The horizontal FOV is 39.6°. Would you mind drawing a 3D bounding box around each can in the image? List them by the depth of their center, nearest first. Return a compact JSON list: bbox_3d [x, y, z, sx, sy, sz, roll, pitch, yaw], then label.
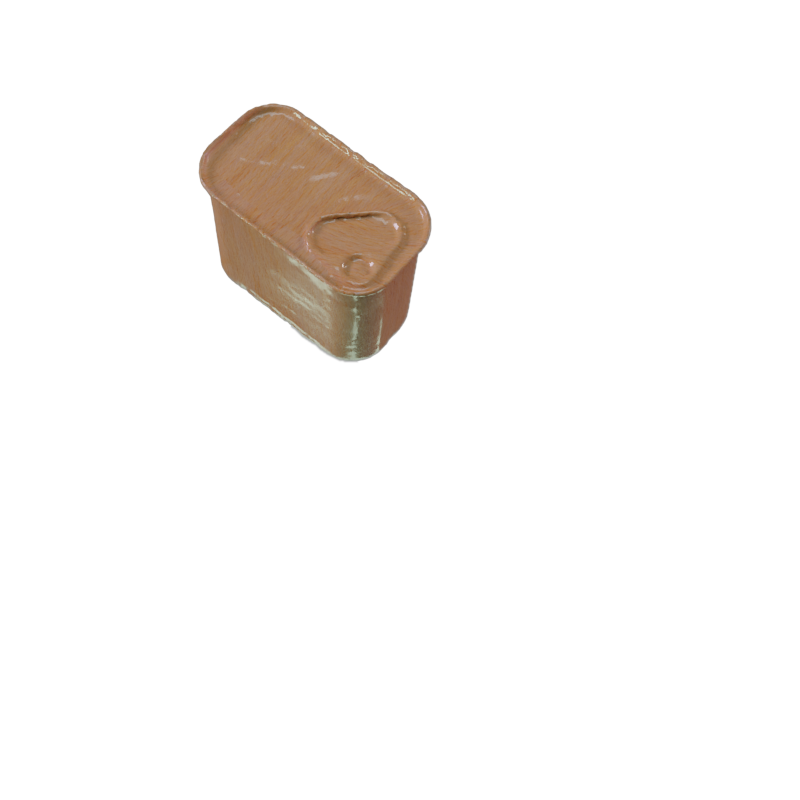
[{"bbox_3d":[-0.039,-0.072,0.504,0.106,0.058,0.079,38,-21,15],"label":"can"}]
